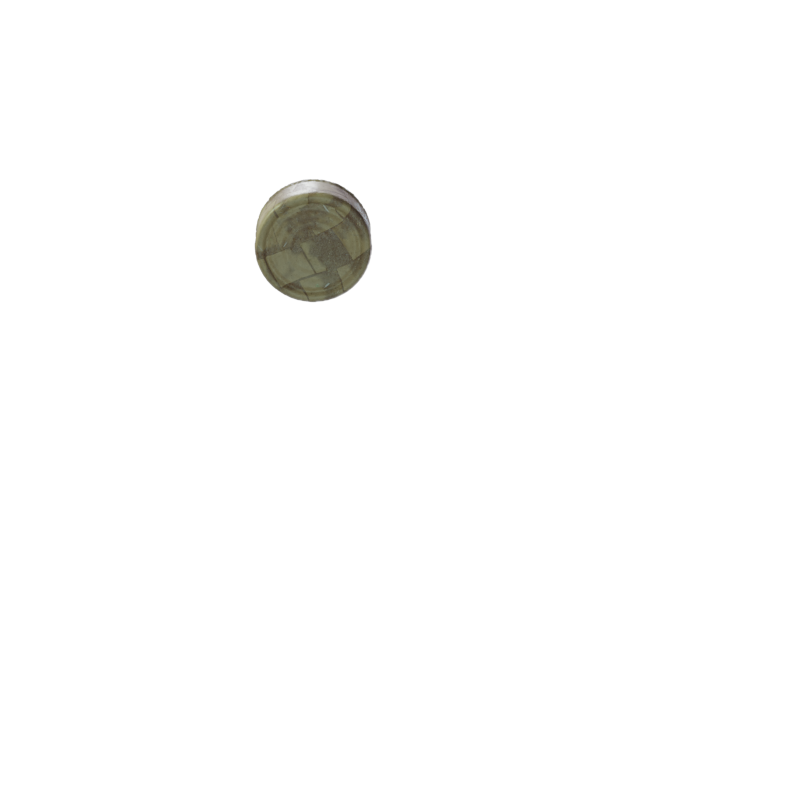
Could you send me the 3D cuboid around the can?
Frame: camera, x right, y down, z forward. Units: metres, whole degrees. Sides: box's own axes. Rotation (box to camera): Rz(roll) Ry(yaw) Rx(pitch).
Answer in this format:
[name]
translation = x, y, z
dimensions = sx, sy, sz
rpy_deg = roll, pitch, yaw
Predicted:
[can]
translation = -0.063, -0.116, 0.809
dimensions = 0.086, 0.082, 0.035
rpy_deg = 1, 22, -1
